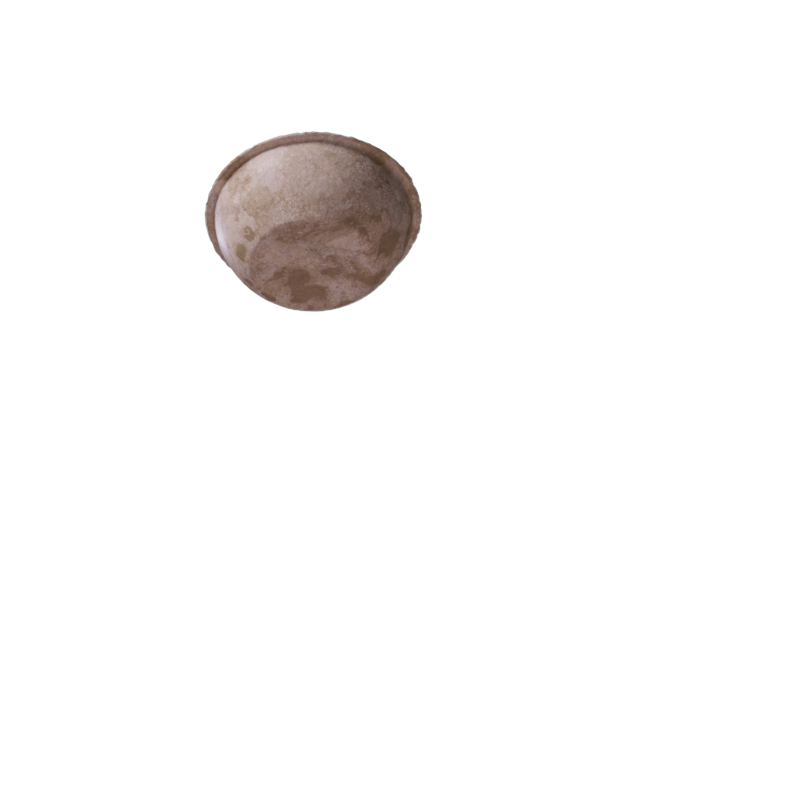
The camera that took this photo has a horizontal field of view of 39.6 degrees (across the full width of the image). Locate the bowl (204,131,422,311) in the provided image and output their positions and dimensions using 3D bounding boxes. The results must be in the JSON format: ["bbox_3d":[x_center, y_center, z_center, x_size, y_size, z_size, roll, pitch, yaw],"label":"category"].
[{"bbox_3d":[-0.063,-0.115,0.809,0.162,0.059,0.151,1,-44,-1],"label":"bowl"}]
